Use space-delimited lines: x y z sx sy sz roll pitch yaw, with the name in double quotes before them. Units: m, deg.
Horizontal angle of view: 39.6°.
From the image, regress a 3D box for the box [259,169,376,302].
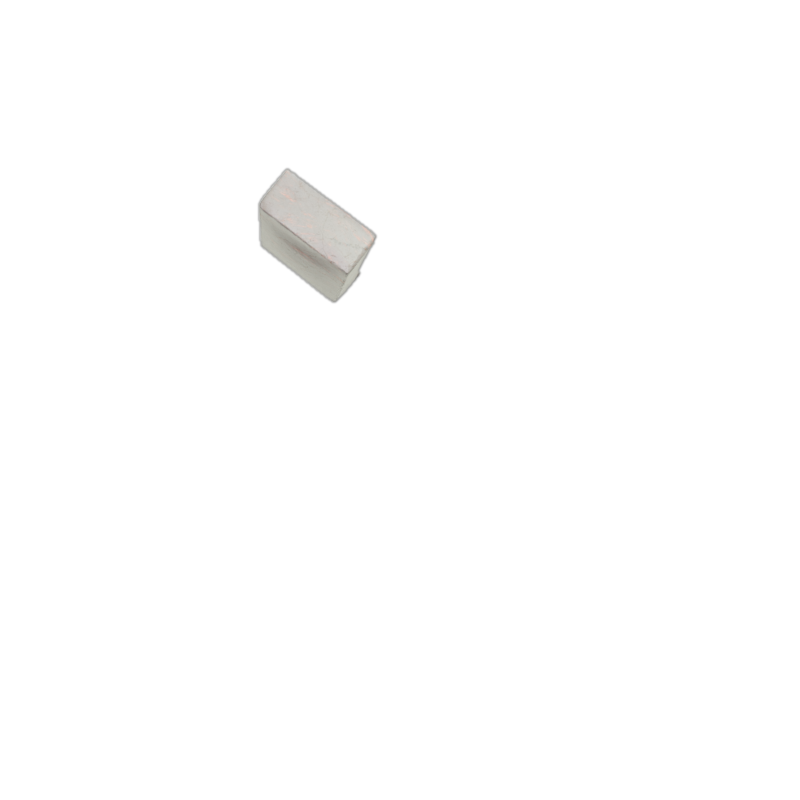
"box" -0.075 -0.137 0.959 0.094 0.048 0.174 38 -4 -1
